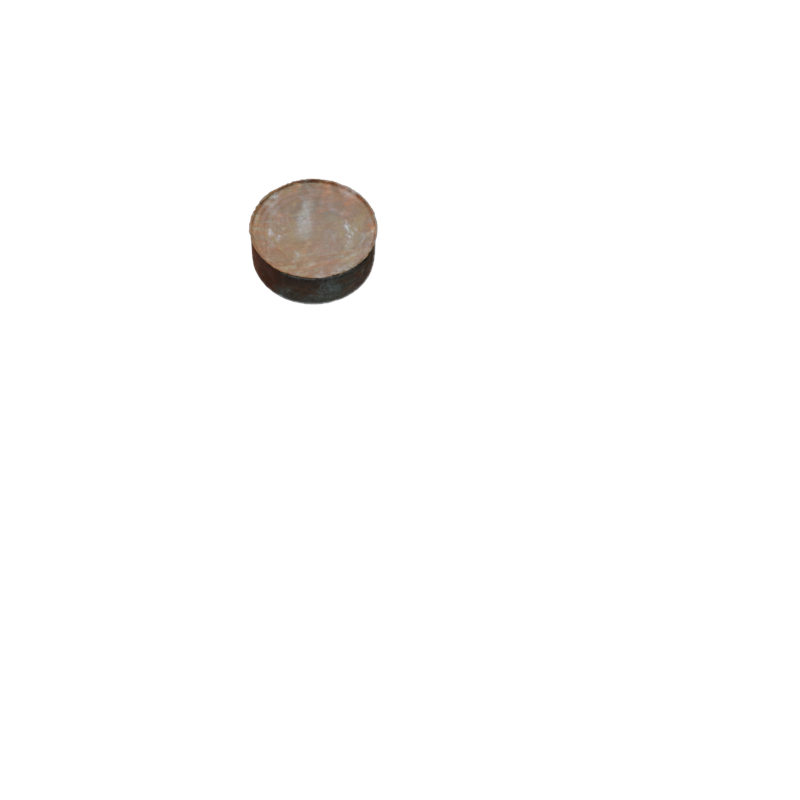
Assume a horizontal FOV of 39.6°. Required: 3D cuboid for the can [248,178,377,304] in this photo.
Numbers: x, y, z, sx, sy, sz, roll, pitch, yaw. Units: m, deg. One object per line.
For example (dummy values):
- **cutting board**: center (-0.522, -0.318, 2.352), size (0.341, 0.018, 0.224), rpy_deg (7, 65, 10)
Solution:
- **can**: center (-0.059, -0.107, 0.751), size (0.086, 0.092, 0.031), rpy_deg (-1, -36, -1)
